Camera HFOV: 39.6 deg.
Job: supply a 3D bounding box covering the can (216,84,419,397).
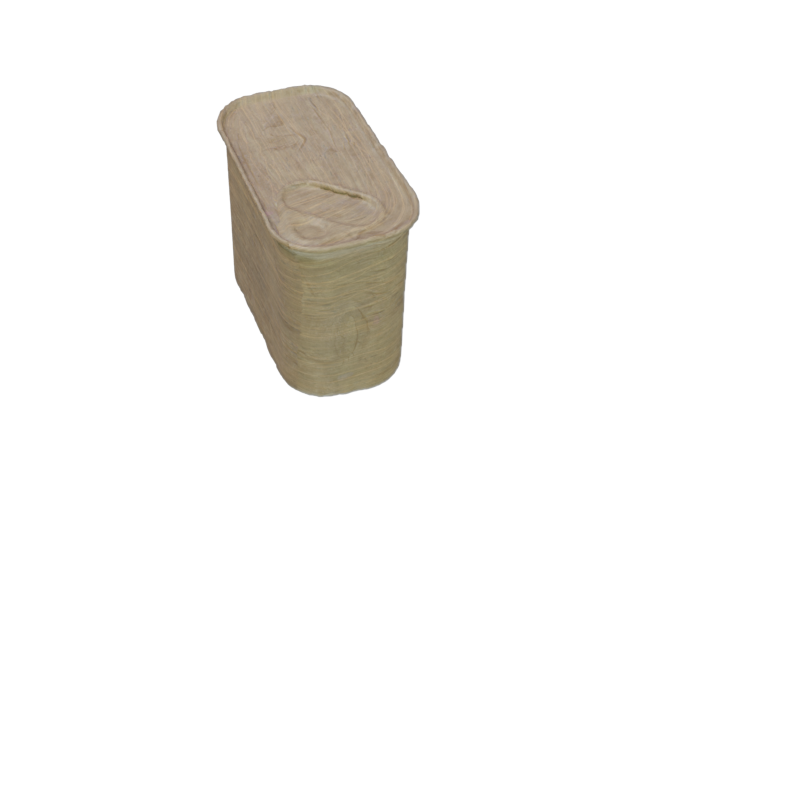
[{"bbox_3d":[-0.035,-0.064,0.448,0.057,0.078,0.110,-14,47,-16],"label":"can"}]
